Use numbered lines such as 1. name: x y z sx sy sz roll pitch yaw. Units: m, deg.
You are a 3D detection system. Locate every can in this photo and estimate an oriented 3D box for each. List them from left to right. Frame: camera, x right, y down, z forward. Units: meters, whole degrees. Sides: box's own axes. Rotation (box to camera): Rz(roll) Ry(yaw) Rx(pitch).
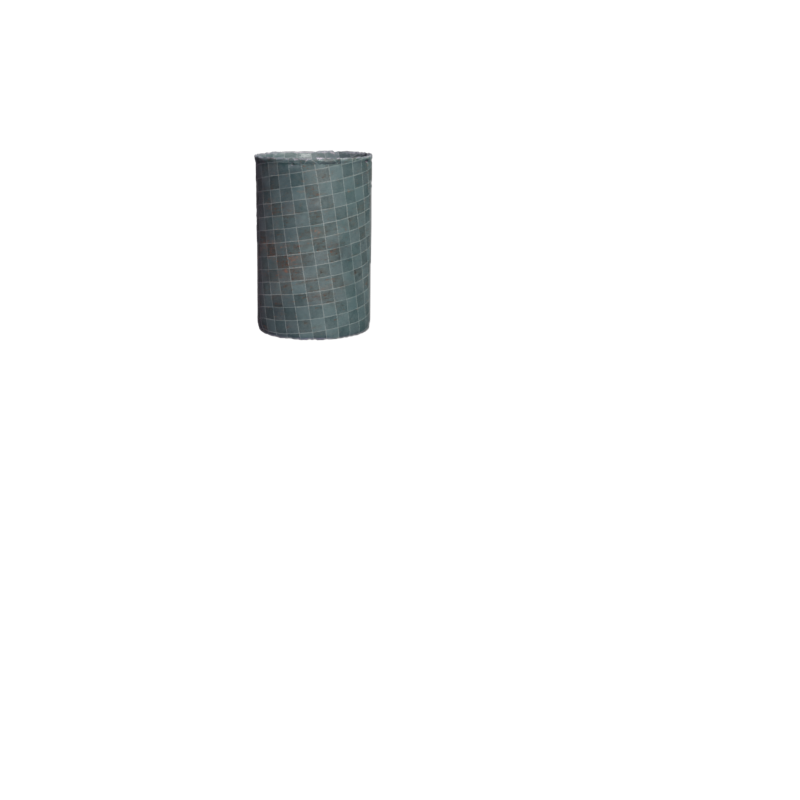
1. can: -0.050 -0.092 0.642 0.068 0.100 0.070 0 11 -2
